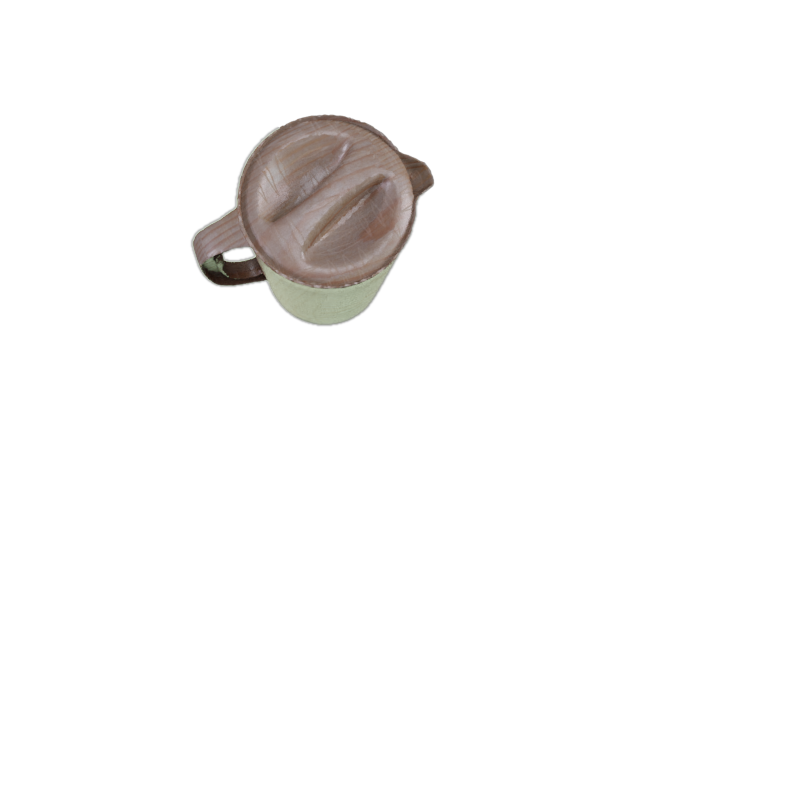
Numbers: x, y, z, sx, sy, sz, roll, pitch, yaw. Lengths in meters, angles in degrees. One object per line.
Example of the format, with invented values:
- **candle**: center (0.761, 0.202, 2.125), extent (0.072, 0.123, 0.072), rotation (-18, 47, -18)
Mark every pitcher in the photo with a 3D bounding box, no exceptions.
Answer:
- **pitcher**: center (-0.072, -0.132, 0.922), extent (0.150, 0.148, 0.237), rotation (25, -9, 1)
